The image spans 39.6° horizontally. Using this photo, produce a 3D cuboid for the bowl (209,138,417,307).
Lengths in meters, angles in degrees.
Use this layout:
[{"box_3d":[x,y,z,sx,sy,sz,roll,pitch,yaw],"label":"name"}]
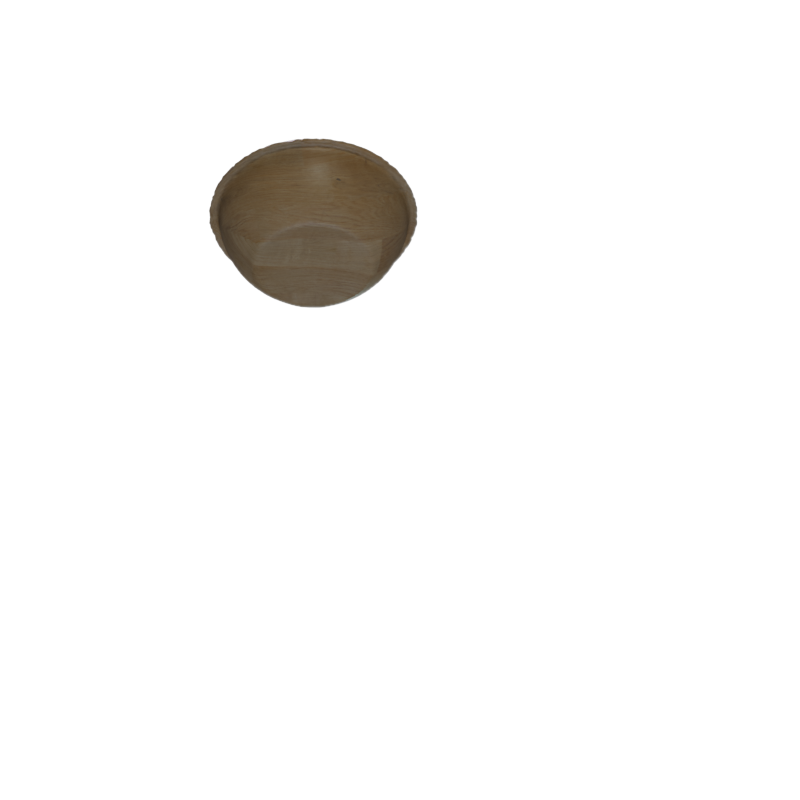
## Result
[{"box_3d":[-0.066,-0.120,0.844,0.162,0.059,0.151,1,-42,-1],"label":"bowl"}]
